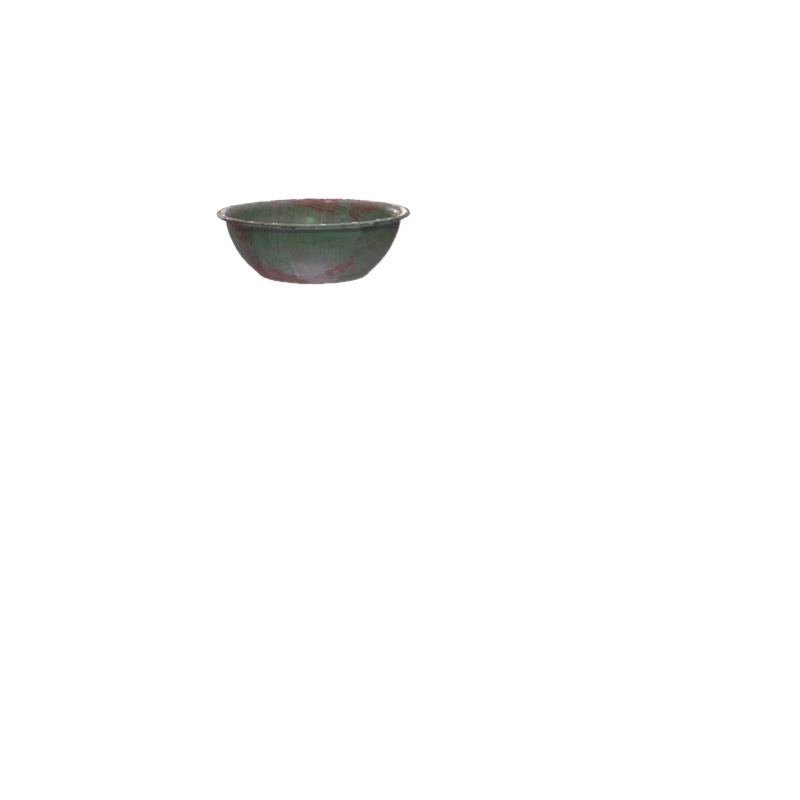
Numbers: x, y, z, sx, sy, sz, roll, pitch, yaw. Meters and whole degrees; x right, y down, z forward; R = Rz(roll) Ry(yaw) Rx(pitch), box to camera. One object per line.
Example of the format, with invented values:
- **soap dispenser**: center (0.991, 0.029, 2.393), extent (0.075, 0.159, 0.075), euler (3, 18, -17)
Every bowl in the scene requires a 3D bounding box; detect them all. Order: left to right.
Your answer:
- **bowl**: center (-0.073, -0.132, 0.928), extent (0.162, 0.053, 0.168), euler (-1, 17, -2)
